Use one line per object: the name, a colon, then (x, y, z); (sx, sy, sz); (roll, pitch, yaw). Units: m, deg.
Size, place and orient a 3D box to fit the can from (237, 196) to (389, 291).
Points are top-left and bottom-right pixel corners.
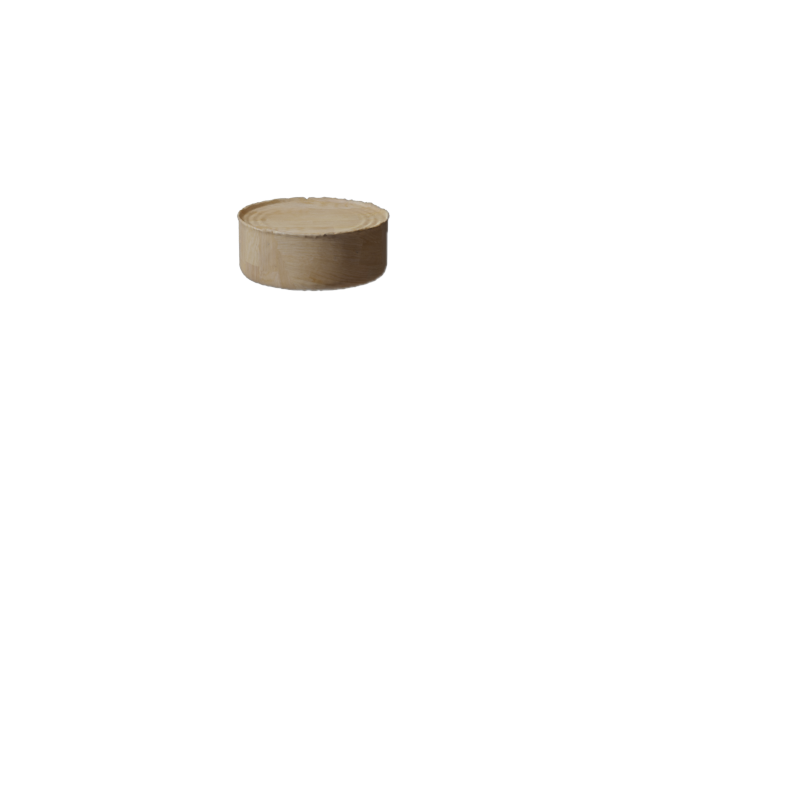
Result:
can: (-0.049, -0.090, 0.628); (0.086, 0.032, 0.090); (-1, 22, -2)
